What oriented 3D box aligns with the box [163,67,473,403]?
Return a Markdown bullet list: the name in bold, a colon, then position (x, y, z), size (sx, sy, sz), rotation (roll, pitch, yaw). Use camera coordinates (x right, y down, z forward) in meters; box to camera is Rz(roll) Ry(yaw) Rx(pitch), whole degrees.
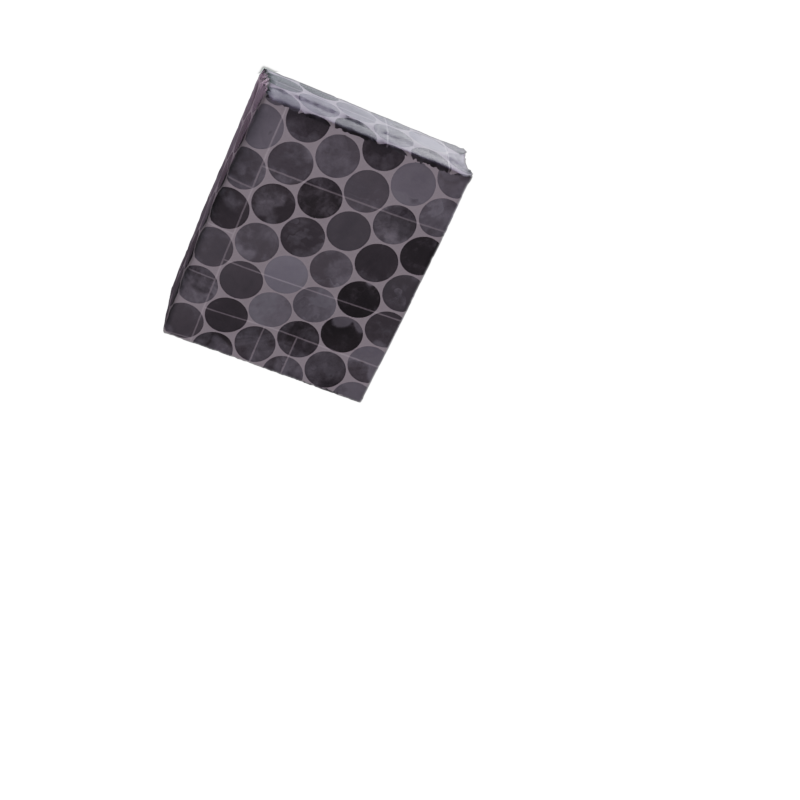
- **box**: position (-0.035, -0.064, 0.448), size (0.088, 0.109, 0.041), rotation (21, 26, -12)
